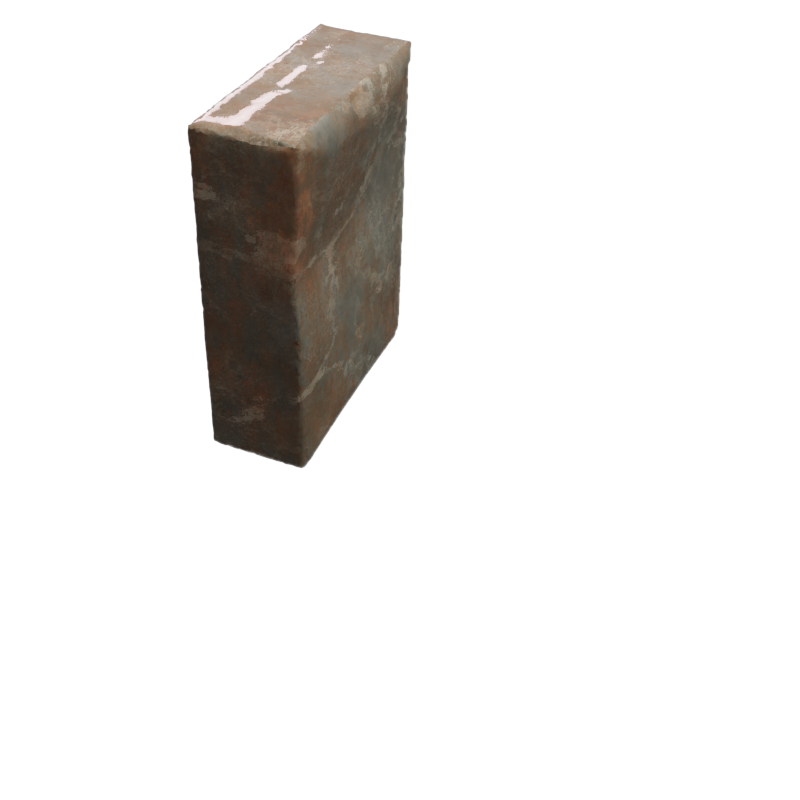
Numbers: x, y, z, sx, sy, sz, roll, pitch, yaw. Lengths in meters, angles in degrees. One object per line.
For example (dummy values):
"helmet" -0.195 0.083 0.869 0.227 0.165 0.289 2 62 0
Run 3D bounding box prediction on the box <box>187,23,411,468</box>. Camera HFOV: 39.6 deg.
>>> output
"box" -0.052 -0.095 0.668 0.074 0.200 0.170 14 37 16
